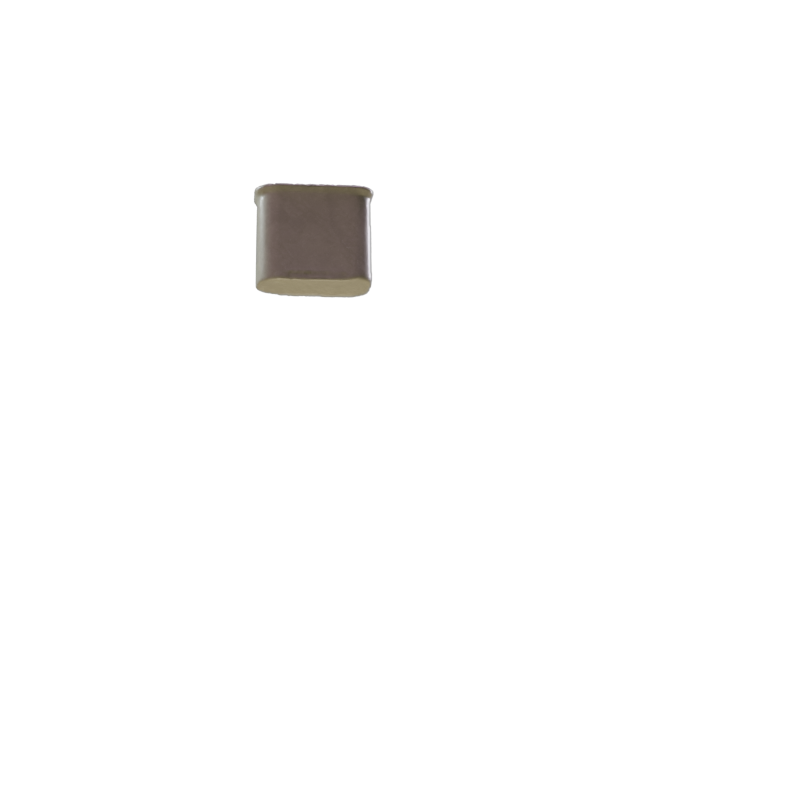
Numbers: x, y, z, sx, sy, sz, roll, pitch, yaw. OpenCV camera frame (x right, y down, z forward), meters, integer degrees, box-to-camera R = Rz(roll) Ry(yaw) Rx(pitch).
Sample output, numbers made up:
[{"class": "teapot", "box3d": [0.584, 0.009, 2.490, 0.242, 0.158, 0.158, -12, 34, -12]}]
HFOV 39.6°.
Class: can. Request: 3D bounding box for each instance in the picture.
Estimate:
[{"class": "can", "box3d": [-0.074, -0.134, 0.940, 0.101, 0.087, 0.056, 1, -16, -6]}]
